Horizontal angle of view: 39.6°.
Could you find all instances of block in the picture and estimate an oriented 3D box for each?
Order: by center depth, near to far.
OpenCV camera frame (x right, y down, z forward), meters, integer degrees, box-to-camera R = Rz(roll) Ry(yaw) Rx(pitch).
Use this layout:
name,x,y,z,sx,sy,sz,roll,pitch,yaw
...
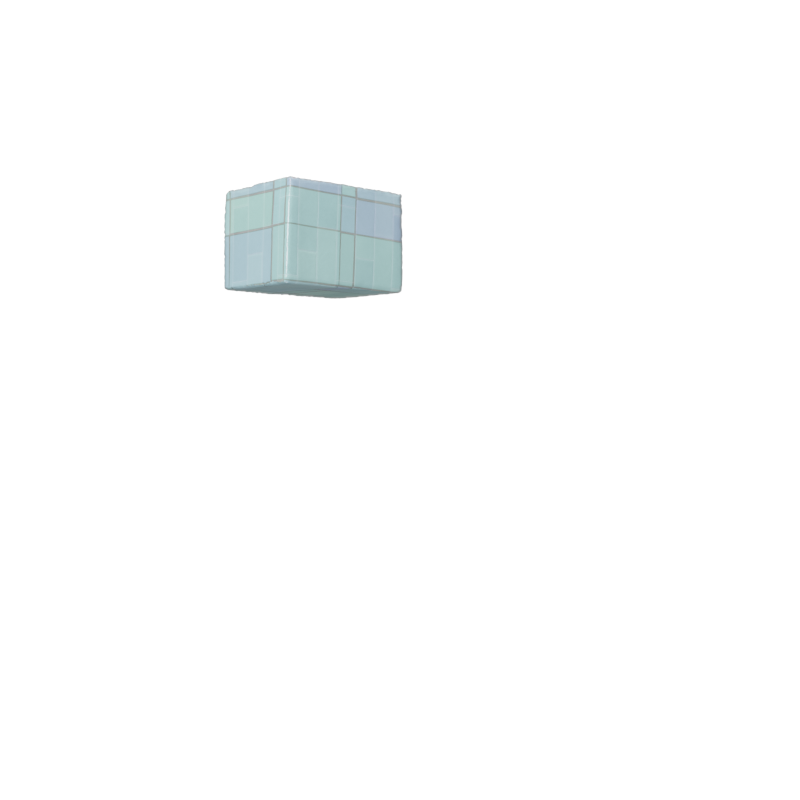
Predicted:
name,x,y,z,sx,sy,sz,roll,pitch,yaw
block,-0.044,-0.080,0.561,0.075,0.052,0.054,2,-4,-43
